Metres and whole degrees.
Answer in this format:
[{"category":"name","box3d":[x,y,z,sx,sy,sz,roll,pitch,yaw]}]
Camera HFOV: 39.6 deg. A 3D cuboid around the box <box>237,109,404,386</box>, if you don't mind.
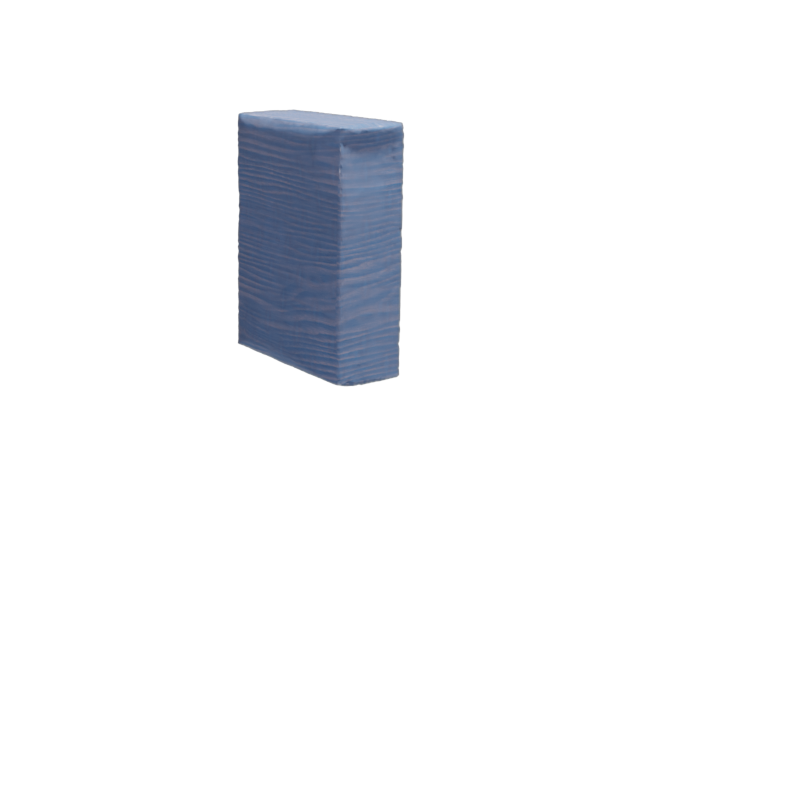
[{"category":"box","box3d":[-0.074,-0.135,0.947,0.070,0.208,0.174,-8,16,-35]}]
